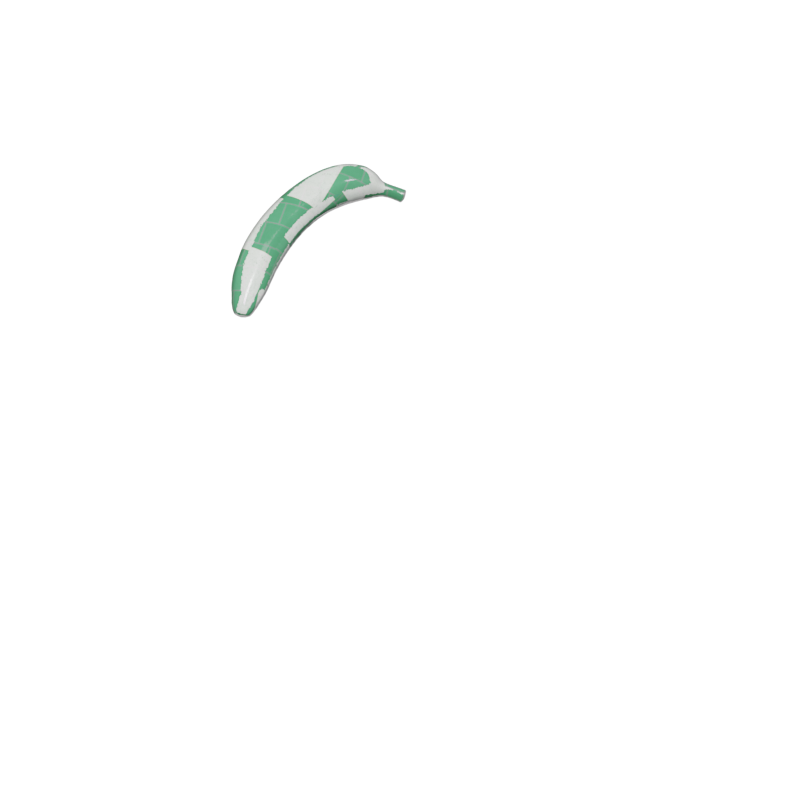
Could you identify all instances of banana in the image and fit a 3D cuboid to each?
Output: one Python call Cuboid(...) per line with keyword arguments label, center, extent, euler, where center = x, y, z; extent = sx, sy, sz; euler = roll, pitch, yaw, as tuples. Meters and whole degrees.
Cuboid(label="banana", center=(-0.086, -0.155, 0.983), extent=(0.199, 0.073, 0.035), euler=(-40, -20, -19))
